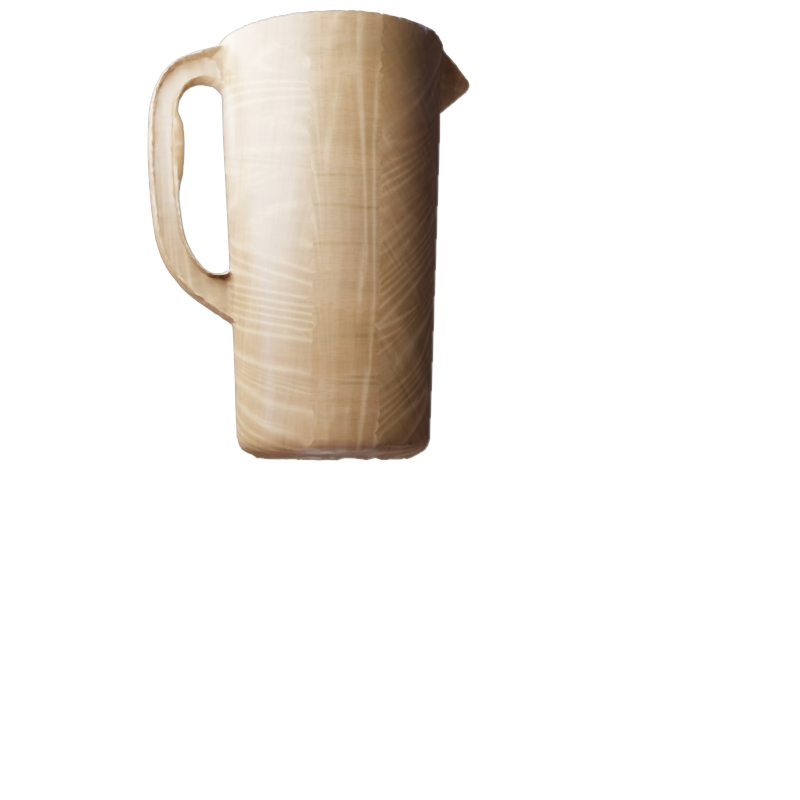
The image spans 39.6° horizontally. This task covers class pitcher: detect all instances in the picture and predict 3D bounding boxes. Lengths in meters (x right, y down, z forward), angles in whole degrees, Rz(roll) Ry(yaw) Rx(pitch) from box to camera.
[{"bbox_3d":[-0.050,-0.090,0.634,0.153,0.248,0.138,-5,-8,30],"label":"pitcher"}]
